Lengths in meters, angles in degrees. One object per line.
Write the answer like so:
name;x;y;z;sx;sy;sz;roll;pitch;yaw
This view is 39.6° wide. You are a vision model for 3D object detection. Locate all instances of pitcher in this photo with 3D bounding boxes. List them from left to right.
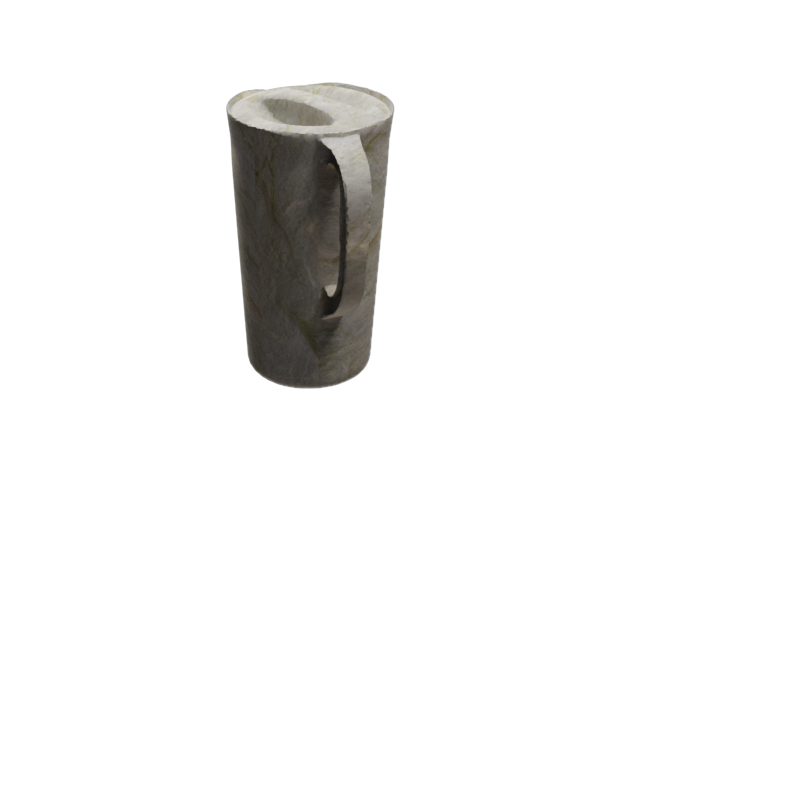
pitcher;-0.072;-0.131;0.915;0.150;0.230;0.153;11;29;18
